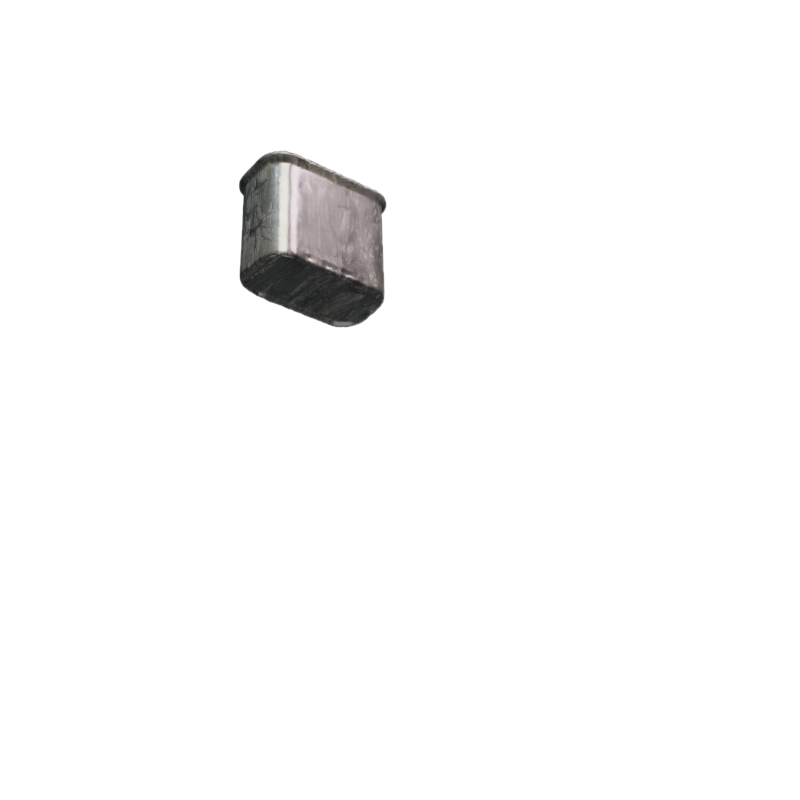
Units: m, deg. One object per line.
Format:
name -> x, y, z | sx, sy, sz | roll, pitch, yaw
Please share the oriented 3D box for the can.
can -> -0.058, -0.106, 0.741 | 0.097, 0.090, 0.057 | 20, -40, -29
